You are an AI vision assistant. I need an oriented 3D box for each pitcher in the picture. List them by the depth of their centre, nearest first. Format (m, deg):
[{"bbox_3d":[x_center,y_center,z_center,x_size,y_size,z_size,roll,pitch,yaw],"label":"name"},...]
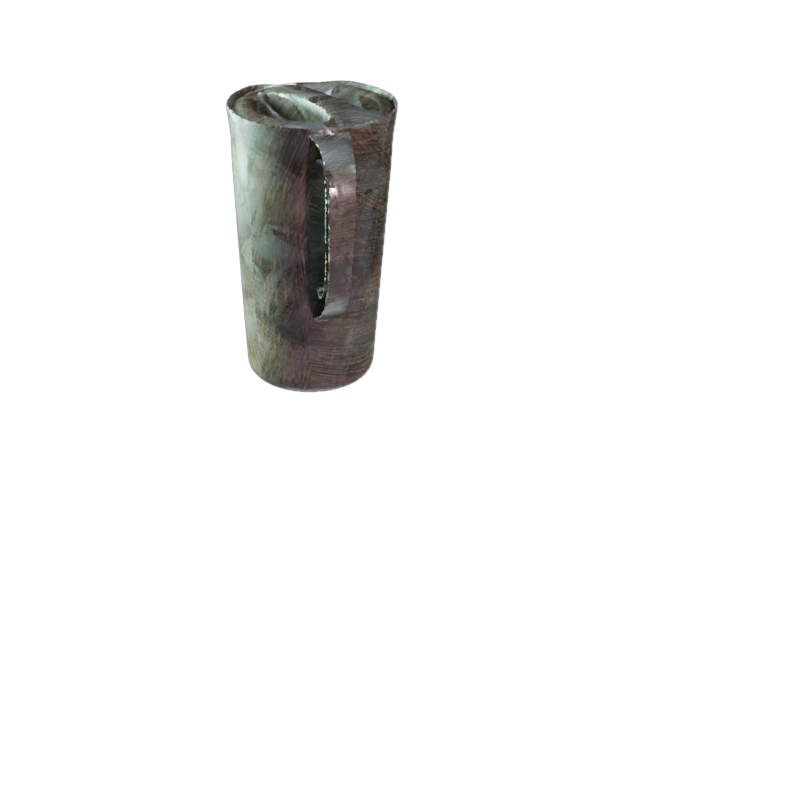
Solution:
[{"bbox_3d":[-0.070,-0.128,0.895,0.152,0.230,0.151,15,30,25],"label":"pitcher"}]
